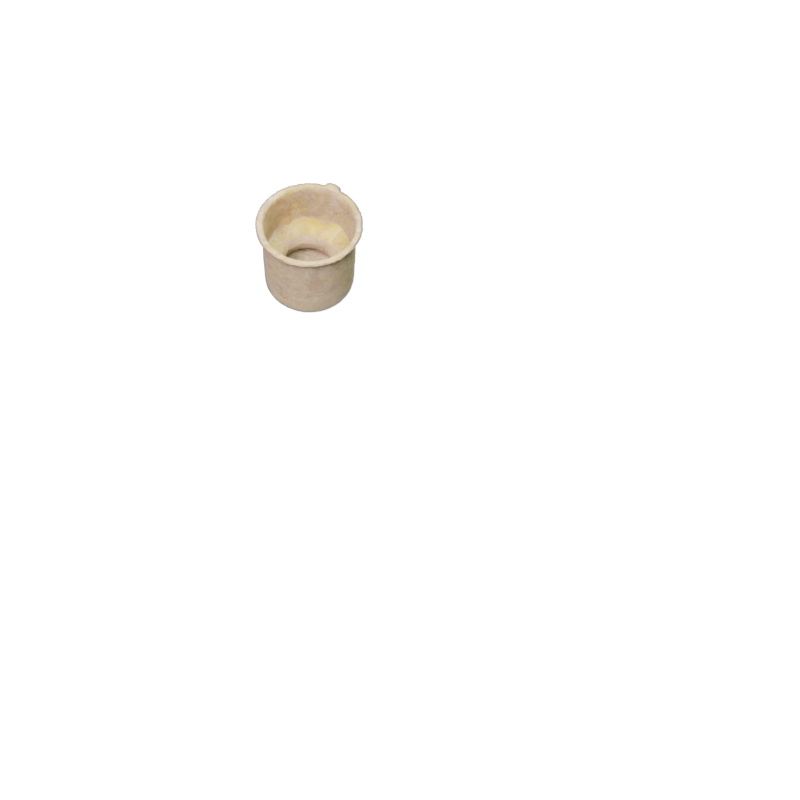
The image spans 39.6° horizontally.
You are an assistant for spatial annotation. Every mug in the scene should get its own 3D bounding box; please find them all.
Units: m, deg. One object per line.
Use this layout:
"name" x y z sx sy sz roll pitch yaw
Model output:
"mug" -0.078 -0.142 0.993 0.095 0.123 0.076 13 -34 7
